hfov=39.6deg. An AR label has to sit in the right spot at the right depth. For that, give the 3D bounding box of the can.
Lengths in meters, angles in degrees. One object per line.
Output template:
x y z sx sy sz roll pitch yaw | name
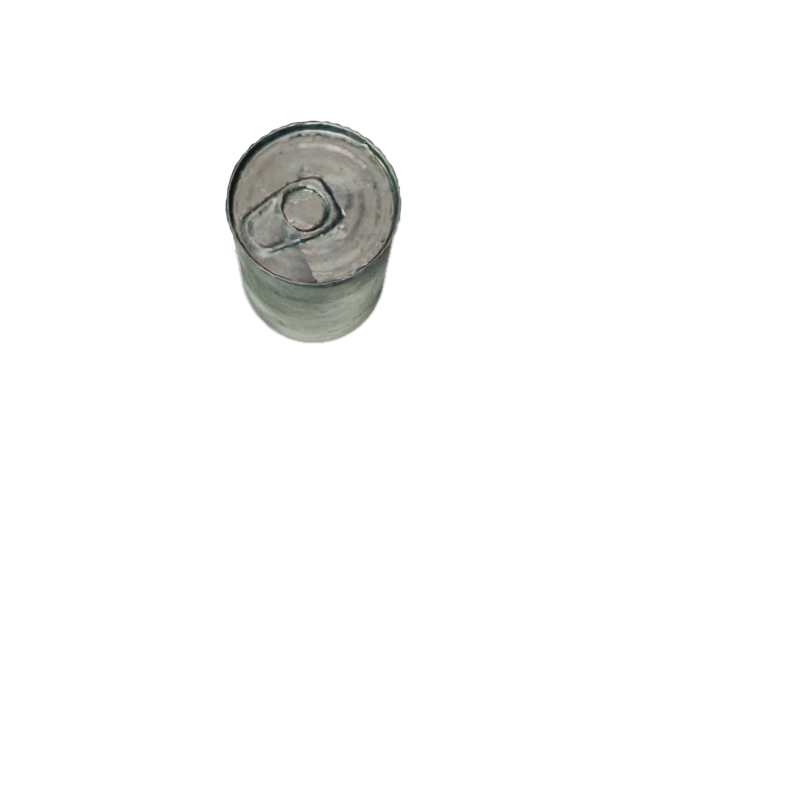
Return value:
-0.037 -0.068 0.474 0.068 0.071 0.099 0 -13 -3 | can
